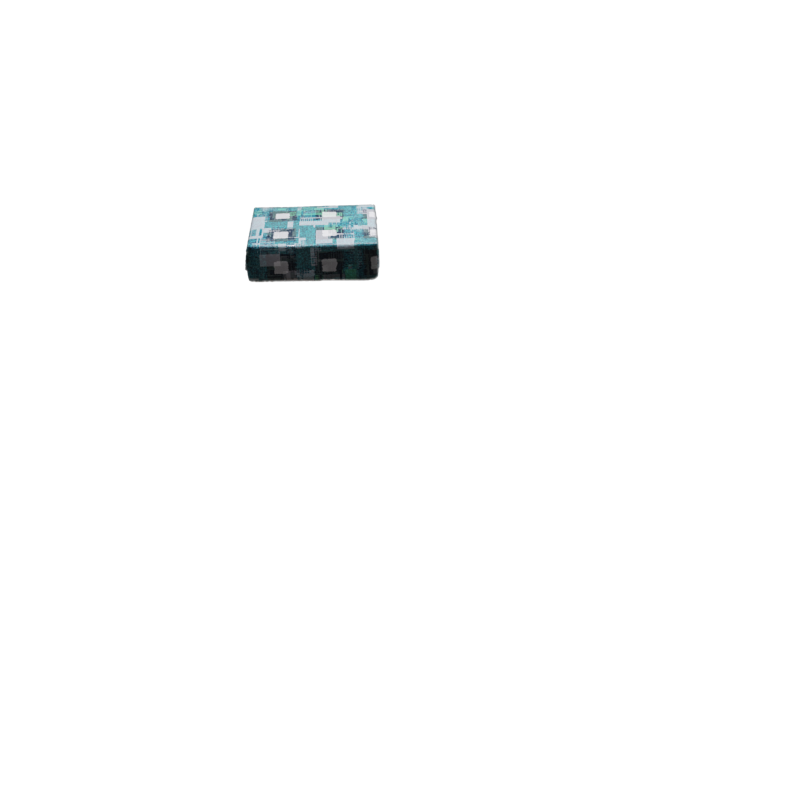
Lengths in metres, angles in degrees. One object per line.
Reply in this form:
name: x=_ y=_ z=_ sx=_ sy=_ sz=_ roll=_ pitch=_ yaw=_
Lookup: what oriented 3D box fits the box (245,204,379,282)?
box: x=-0.076 y=-0.138 z=0.966 sx=0.113 sy=0.037 sz=0.095 roll=0 pitch=30 yaw=-1
